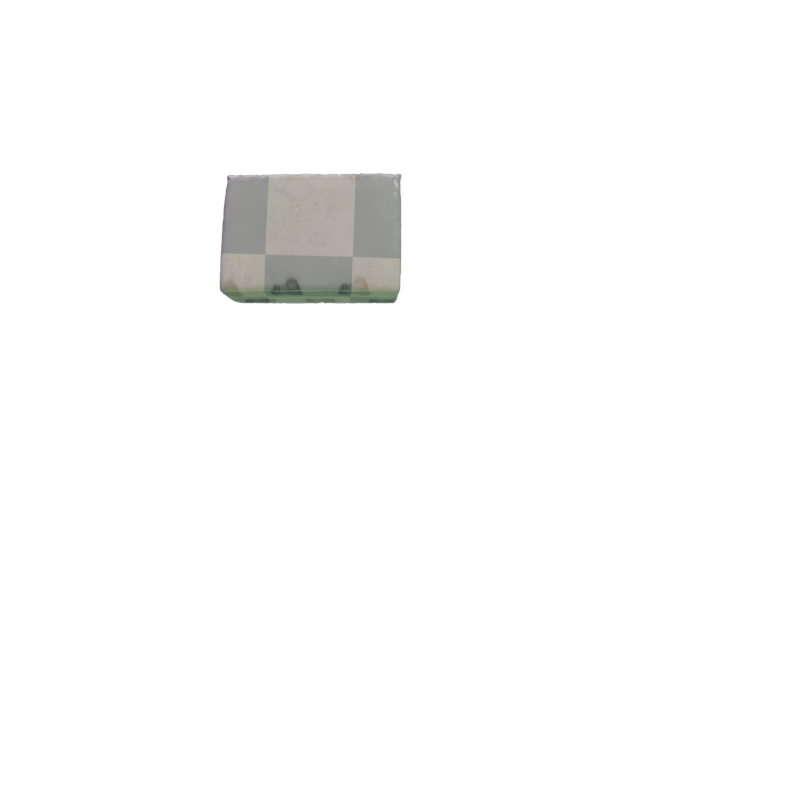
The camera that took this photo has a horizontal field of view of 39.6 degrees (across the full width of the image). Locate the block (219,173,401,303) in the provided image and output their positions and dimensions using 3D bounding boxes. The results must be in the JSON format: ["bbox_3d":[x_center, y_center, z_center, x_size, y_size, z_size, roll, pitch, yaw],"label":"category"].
[{"bbox_3d":[-0.039,-0.071,0.497,0.078,0.052,0.052,0,-5,1],"label":"block"}]
